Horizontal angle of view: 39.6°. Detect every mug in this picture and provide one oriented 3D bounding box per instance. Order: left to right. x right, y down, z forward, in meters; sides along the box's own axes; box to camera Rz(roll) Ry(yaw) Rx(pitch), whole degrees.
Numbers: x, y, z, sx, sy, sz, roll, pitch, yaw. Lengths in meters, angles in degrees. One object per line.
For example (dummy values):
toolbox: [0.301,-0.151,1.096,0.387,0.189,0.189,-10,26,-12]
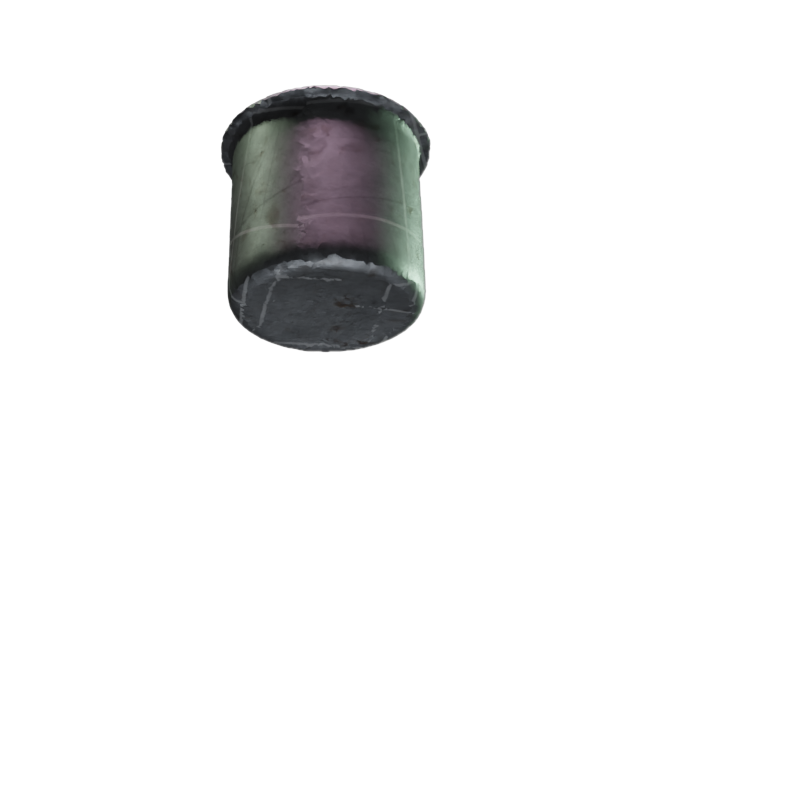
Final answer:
mug: [-0.038,-0.069,0.481,0.089,0.087,0.115,14,-32,-27]
